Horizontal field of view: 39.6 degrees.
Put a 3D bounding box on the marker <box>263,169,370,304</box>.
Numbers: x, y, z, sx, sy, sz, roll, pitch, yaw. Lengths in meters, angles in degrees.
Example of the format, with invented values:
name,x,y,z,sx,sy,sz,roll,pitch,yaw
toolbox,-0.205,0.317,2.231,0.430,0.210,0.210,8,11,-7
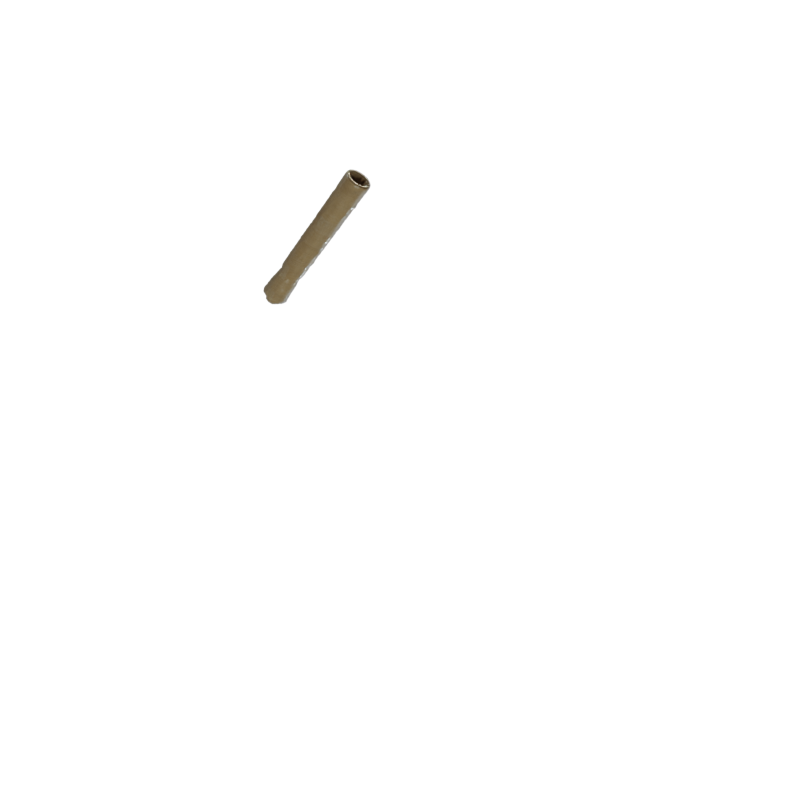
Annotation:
name,x,y,z,sx,sy,sz,roll,pitch,yaw
marker,-0.060,-0.109,0.760,0.019,0.021,0.117,-2,-37,-46
